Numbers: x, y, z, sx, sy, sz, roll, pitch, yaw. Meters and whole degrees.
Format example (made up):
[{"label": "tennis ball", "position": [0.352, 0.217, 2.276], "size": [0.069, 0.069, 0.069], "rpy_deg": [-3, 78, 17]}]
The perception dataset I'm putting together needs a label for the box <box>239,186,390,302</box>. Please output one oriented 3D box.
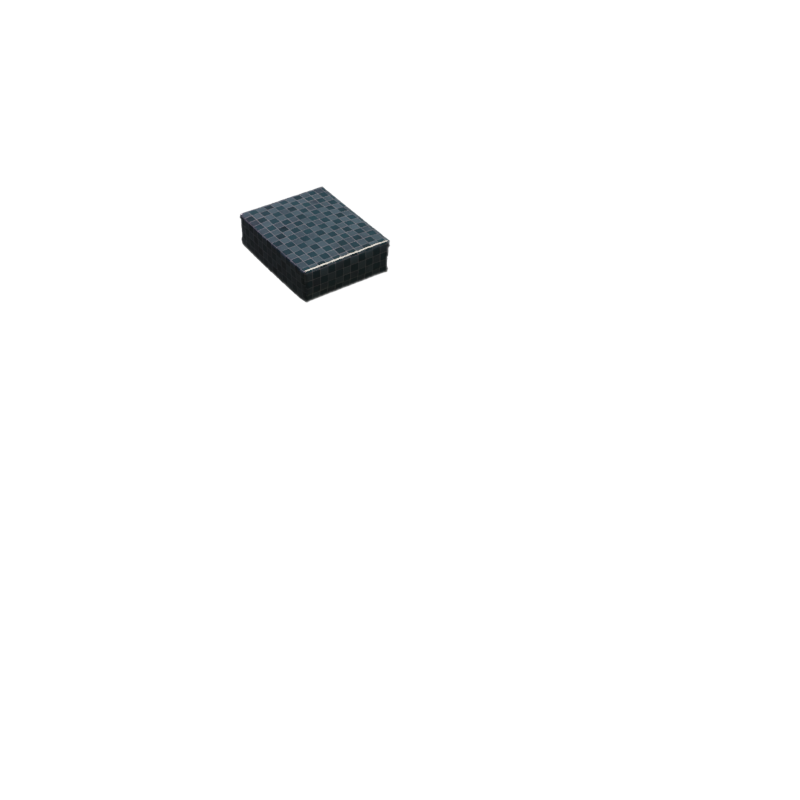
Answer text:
[{"label": "box", "position": [-0.077, -0.141, 0.988], "size": [0.089, 0.036, 0.122], "rpy_deg": [-24, 46, -25]}]
